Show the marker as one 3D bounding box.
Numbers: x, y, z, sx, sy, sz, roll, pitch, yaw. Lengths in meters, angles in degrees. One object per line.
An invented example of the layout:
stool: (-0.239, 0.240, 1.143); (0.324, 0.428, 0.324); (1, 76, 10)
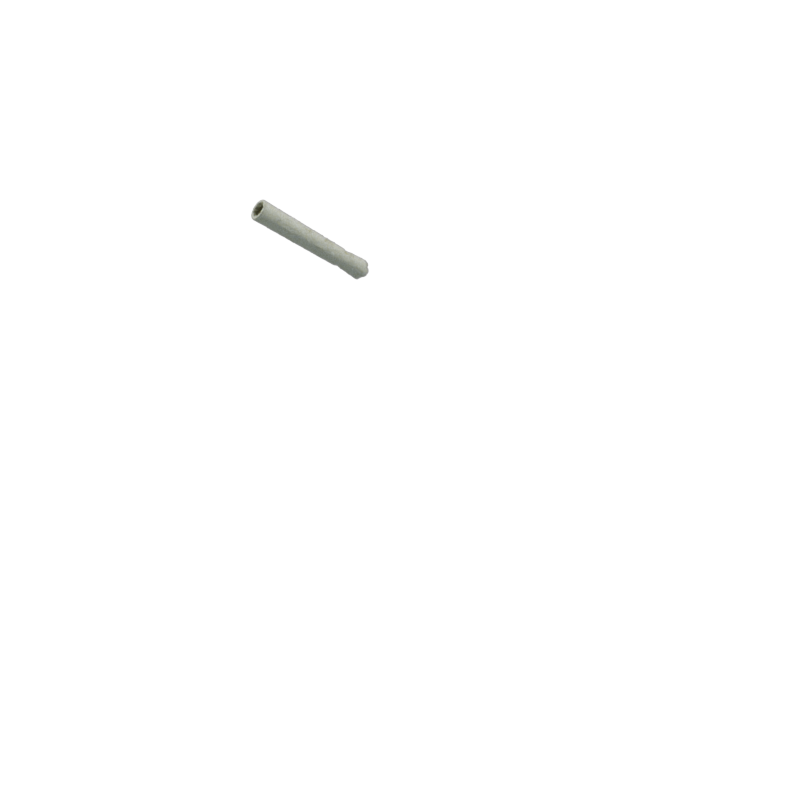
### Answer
marker: (-0.074, -0.134, 0.939); (0.114, 0.020, 0.020); (27, -12, -31)
